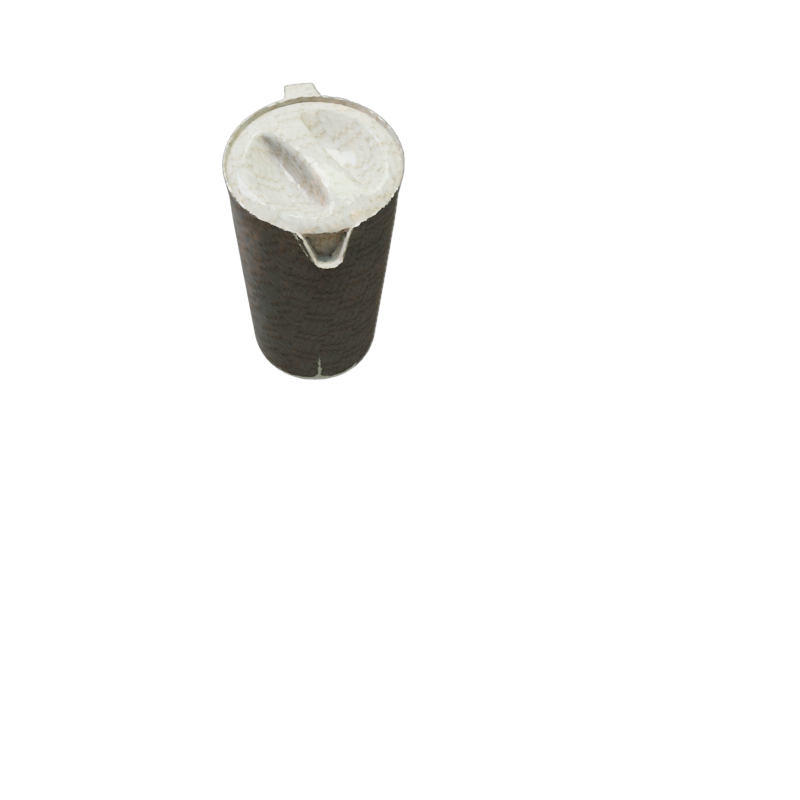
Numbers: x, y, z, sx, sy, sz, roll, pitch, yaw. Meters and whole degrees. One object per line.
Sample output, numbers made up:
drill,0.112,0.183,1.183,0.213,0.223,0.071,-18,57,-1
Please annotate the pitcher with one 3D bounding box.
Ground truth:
pitcher,-0.071,-0.129,0.905,0.151,0.153,0.228,32,-28,16
